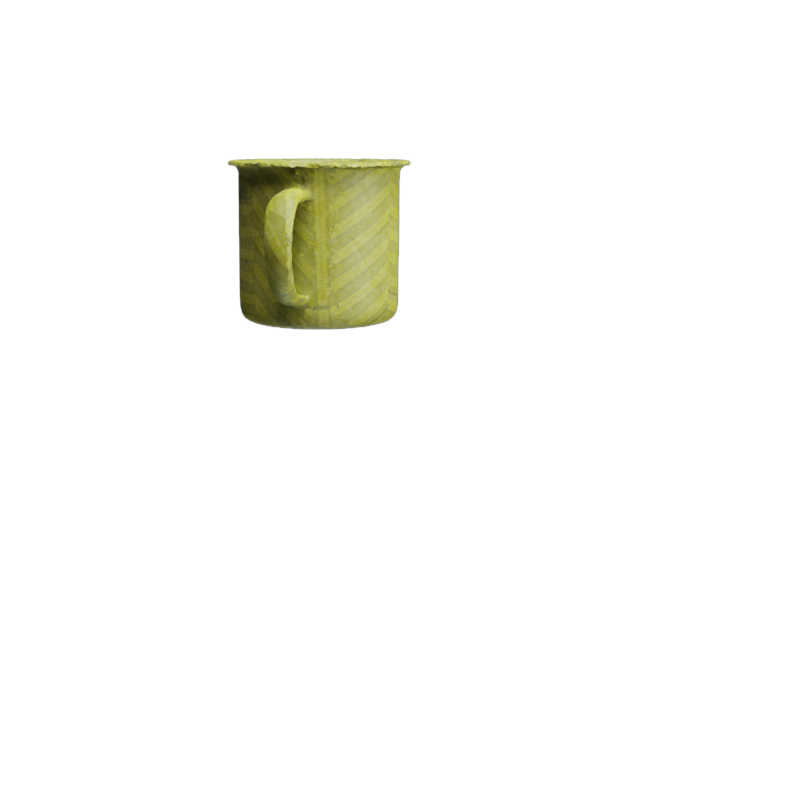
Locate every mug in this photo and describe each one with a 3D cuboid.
[{"bbox_3d":[-0.044,-0.079,0.556,0.095,0.080,0.118,2,11,11],"label":"mug"}]
